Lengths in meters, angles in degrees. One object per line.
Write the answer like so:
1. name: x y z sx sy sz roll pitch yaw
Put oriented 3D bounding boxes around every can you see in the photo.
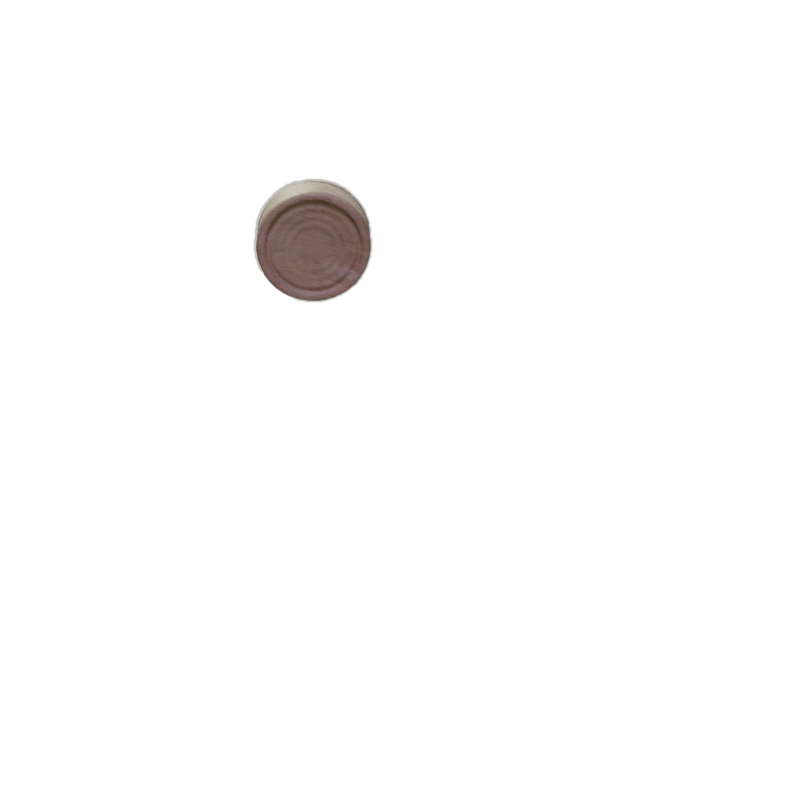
1. can: -0.064 -0.117 0.817 0.086 0.082 0.035 0 20 -1
